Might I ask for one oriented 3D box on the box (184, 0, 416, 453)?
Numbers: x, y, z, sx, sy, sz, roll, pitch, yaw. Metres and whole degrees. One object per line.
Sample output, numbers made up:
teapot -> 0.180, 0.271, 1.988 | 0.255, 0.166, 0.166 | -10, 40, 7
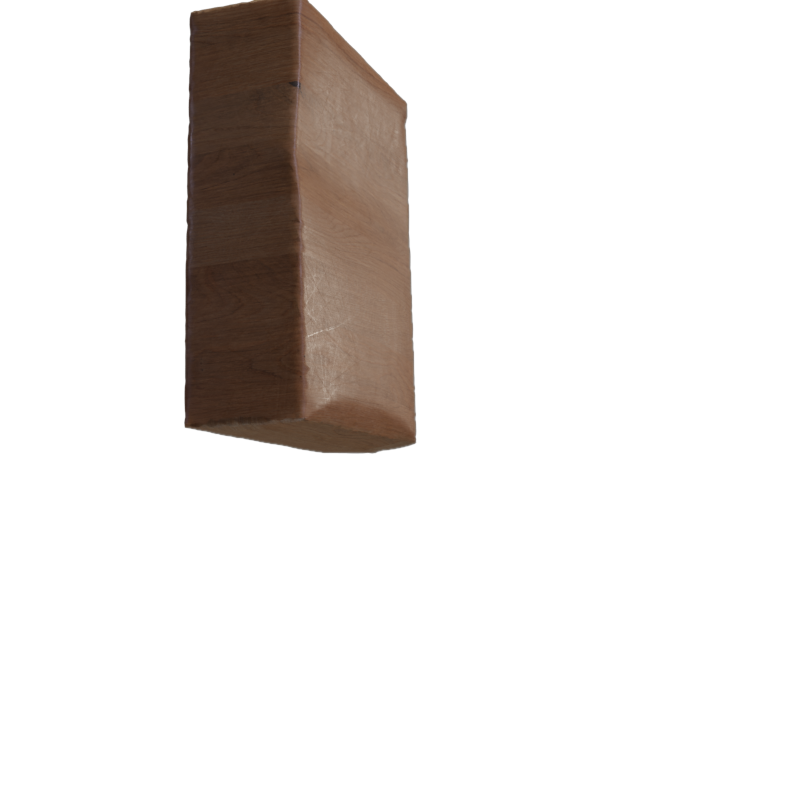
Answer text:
box -> -0.047, -0.085, 0.595 | 0.073, 0.221, 0.155 | -6, -14, 20
